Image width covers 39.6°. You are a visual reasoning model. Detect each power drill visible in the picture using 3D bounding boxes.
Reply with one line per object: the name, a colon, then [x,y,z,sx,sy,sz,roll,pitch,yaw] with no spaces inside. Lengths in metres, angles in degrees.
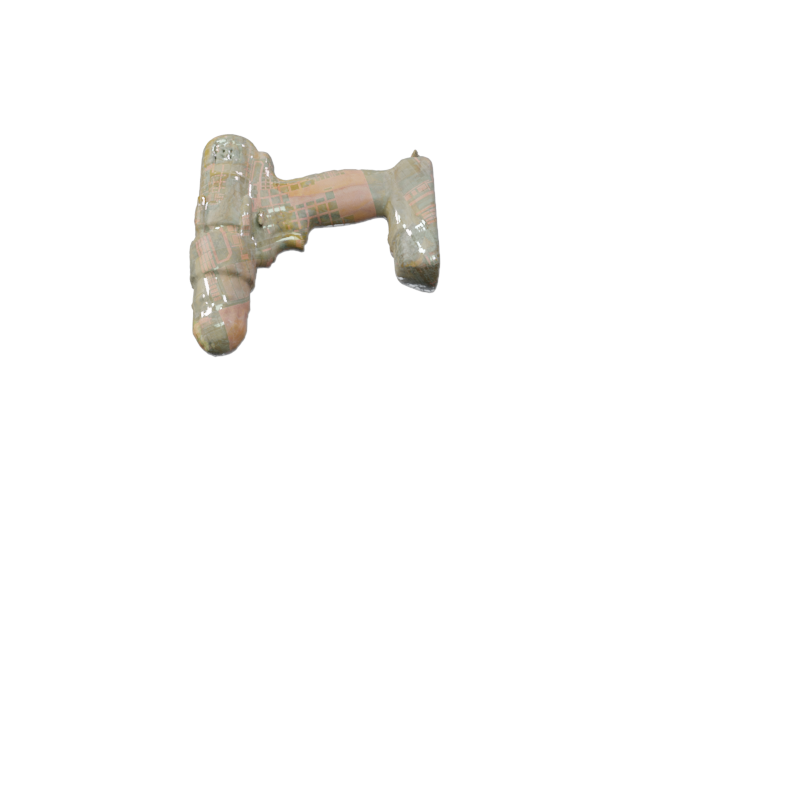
power drill: [-0.066,-0.120,0.841,0.187,0.195,0.054,0,-26,-1]
